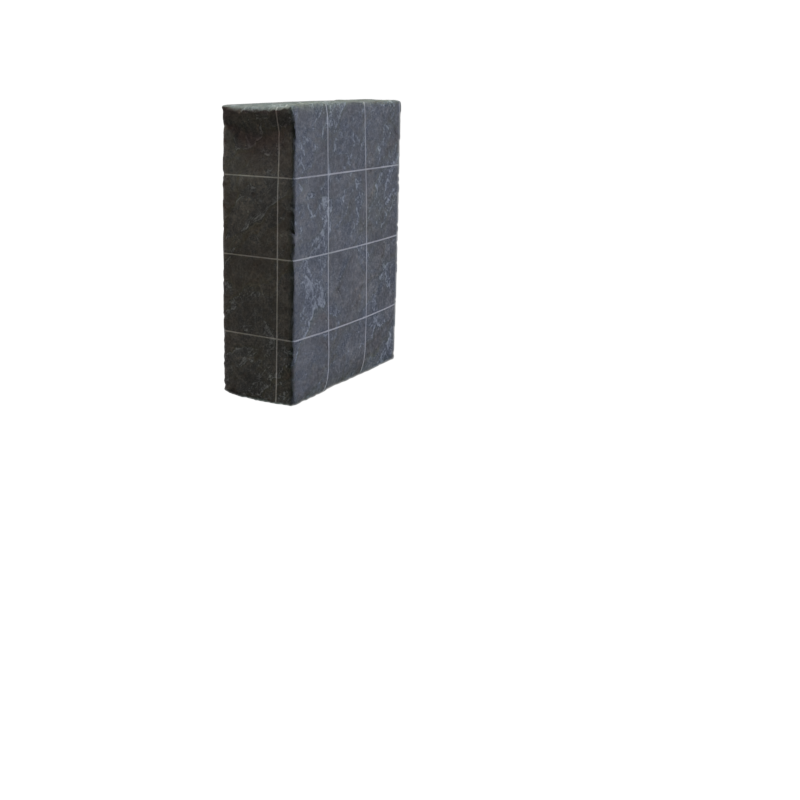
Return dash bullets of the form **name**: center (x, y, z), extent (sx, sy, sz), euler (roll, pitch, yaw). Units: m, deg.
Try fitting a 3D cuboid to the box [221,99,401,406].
- **box**: center (-0.066, -0.121, 0.847), extent (0.075, 0.209, 0.162), euler (5, 12, 27)
